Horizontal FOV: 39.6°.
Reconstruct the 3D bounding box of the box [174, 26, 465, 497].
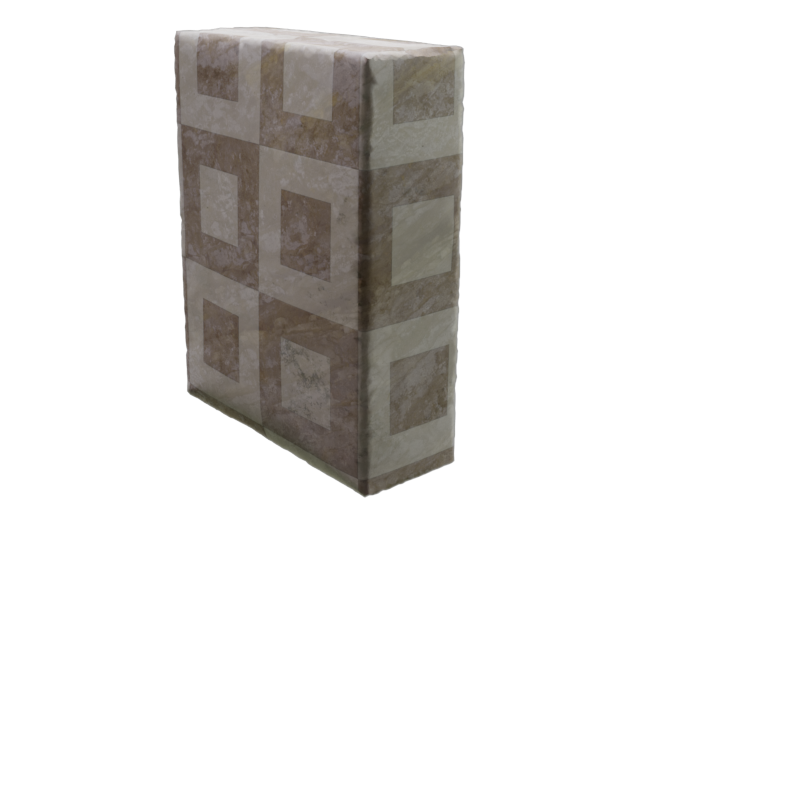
[{"bbox_3d":[-0.046,-0.083,0.582,0.070,0.206,0.174,-12,23,-38],"label":"box"}]
